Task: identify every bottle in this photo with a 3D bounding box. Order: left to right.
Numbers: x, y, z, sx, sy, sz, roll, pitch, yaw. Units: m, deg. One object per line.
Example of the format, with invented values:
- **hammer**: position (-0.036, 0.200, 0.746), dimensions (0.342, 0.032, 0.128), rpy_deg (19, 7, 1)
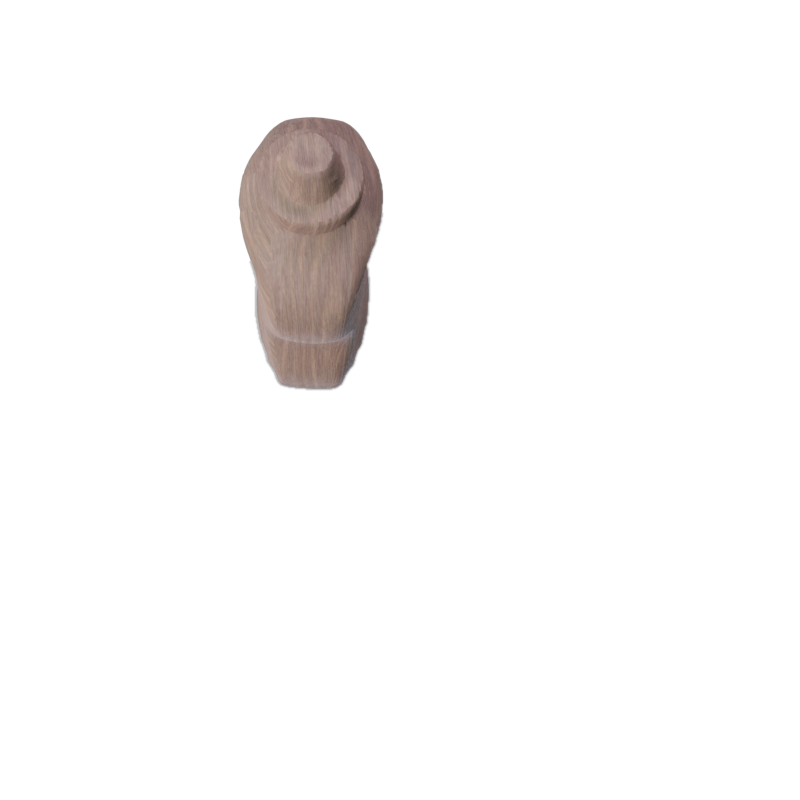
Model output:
- **bottle**: position (-0.039, -0.070, 0.489), dimensions (0.058, 0.100, 0.185), rpy_deg (4, -14, -3)
